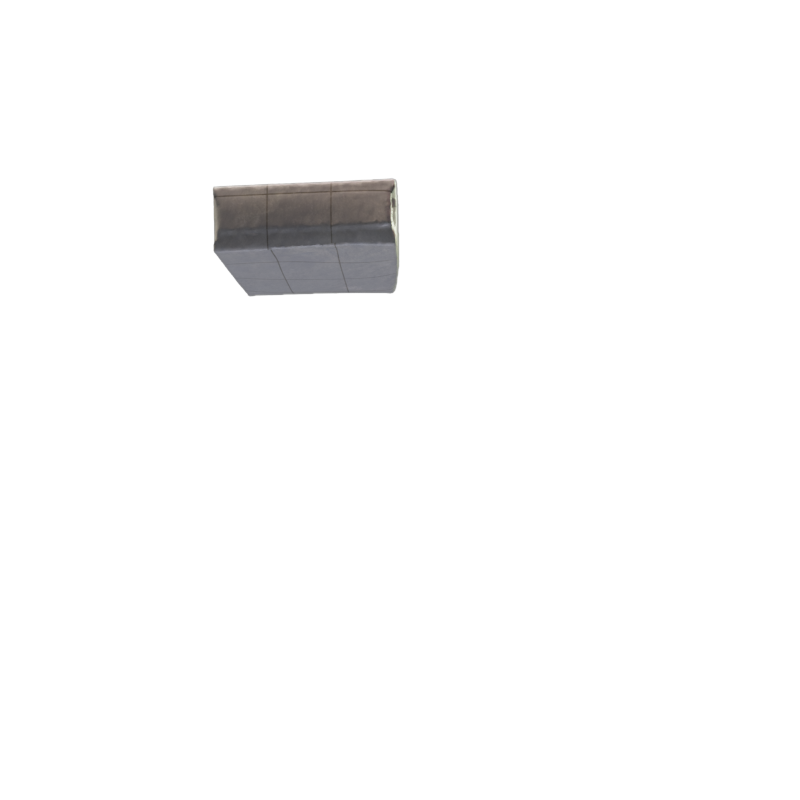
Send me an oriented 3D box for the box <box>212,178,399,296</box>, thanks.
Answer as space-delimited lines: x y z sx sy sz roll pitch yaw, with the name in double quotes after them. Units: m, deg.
-0.045 -0.083 0.582 0.090 0.040 0.110 -1 -9 2 "box"
